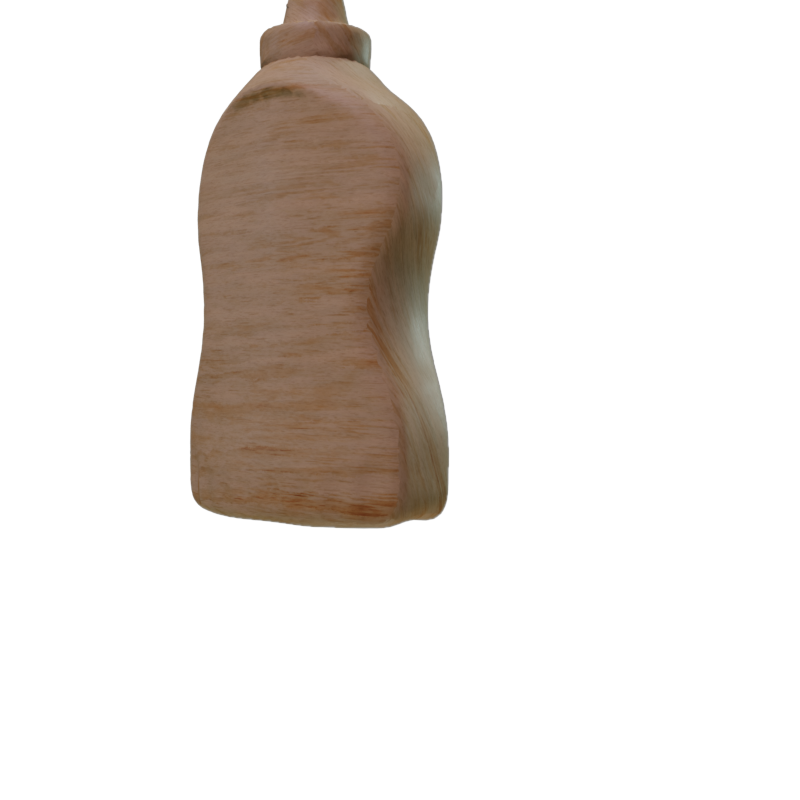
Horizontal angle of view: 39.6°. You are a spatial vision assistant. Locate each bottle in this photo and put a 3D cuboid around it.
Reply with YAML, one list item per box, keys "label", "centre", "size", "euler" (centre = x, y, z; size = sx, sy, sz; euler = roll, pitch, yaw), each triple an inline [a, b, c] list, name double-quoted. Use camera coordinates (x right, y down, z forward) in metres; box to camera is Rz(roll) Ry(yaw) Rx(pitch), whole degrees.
- label: "bottle"
  centre: [-0.031, -0.056, 0.395]
  size: [0.099, 0.195, 0.056]
  euler: [-5, -7, 39]
